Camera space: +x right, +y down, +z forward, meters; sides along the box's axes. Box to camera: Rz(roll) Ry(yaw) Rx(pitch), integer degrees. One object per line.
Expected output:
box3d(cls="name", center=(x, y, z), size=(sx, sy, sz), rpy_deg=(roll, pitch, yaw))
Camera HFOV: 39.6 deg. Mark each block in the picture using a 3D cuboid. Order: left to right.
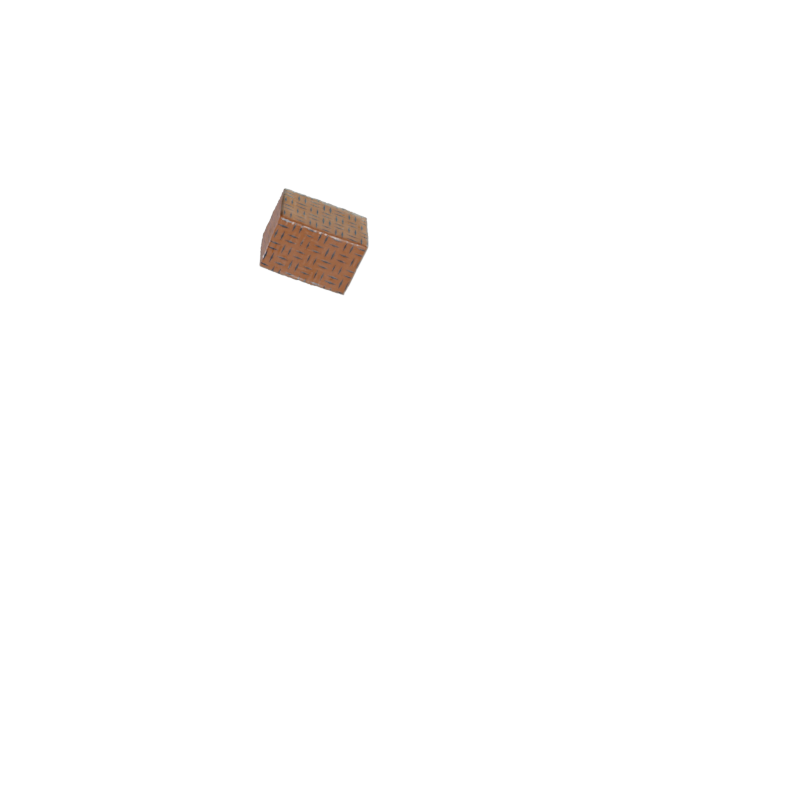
box3d(cls="block", center=(-0.072, -0.131, 0.915), size=(0.076, 0.051, 0.055), rpy_deg=(19, 31, -13))
